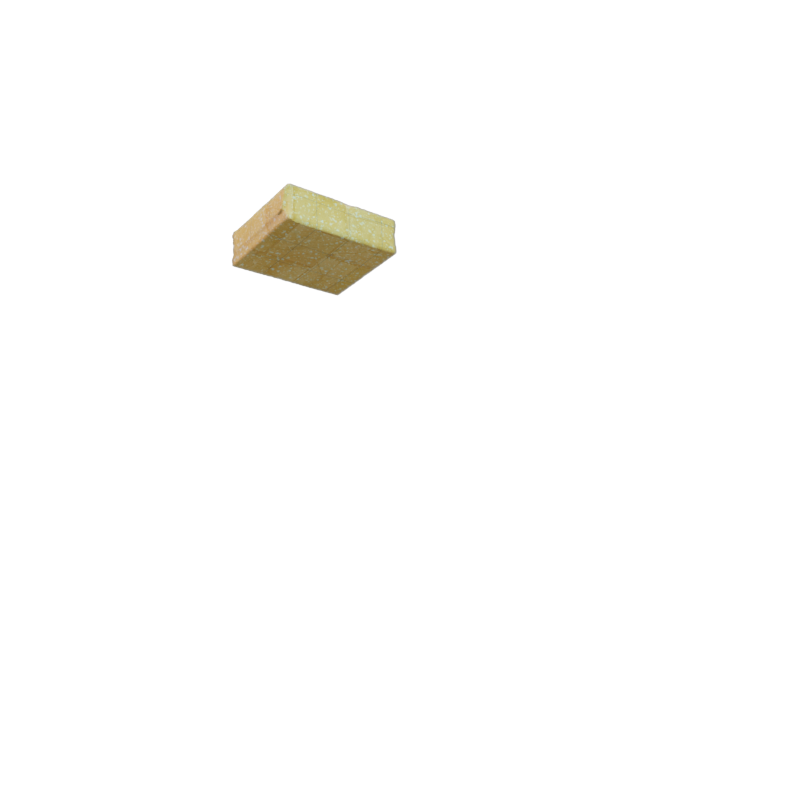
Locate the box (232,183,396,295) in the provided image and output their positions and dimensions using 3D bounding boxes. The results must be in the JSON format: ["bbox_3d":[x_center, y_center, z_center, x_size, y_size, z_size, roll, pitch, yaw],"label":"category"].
[{"bbox_3d":[-0.059,-0.107,0.752,0.085,0.032,0.072,15,-30,-30],"label":"box"}]
